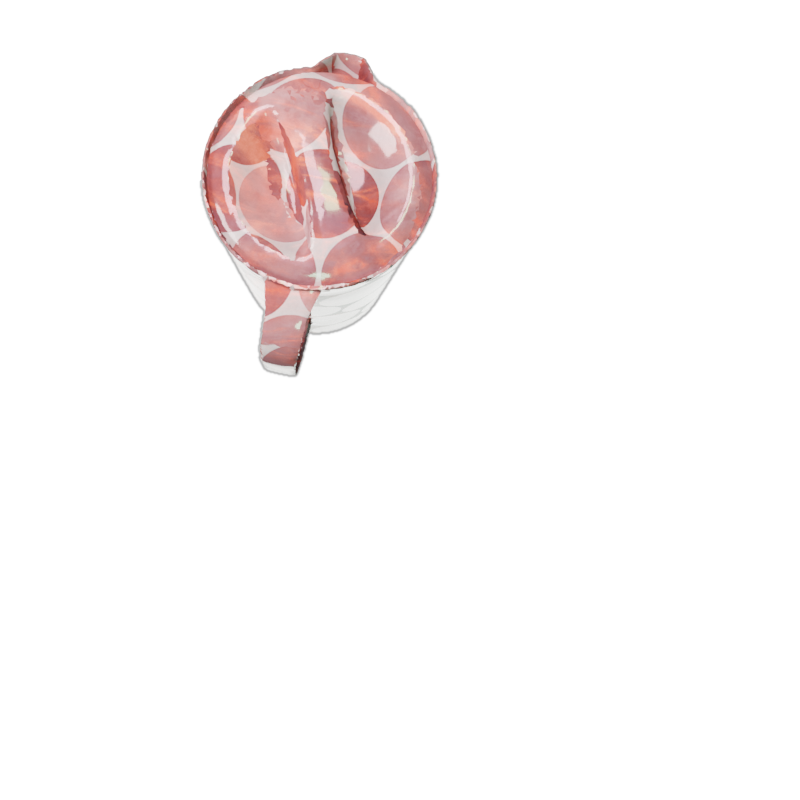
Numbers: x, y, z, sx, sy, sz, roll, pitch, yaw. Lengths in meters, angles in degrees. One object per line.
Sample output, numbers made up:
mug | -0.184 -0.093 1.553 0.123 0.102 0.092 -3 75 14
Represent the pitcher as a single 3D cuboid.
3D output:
pitcher | -0.057 -0.104 0.731 0.149 0.149 0.237 -33 -6 -7
